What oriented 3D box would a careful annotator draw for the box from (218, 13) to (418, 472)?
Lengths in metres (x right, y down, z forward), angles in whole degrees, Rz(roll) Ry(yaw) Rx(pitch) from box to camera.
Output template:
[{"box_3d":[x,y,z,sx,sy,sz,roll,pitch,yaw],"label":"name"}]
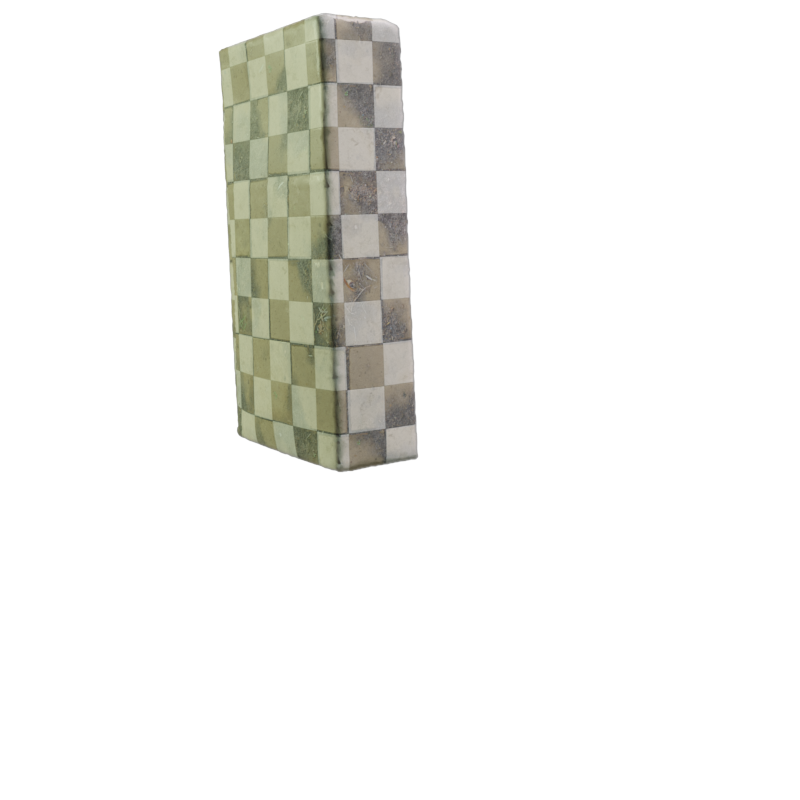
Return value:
[{"box_3d":[-0.036,-0.067,0.469,0.046,0.176,0.097,-1,2,-33],"label":"box"}]
